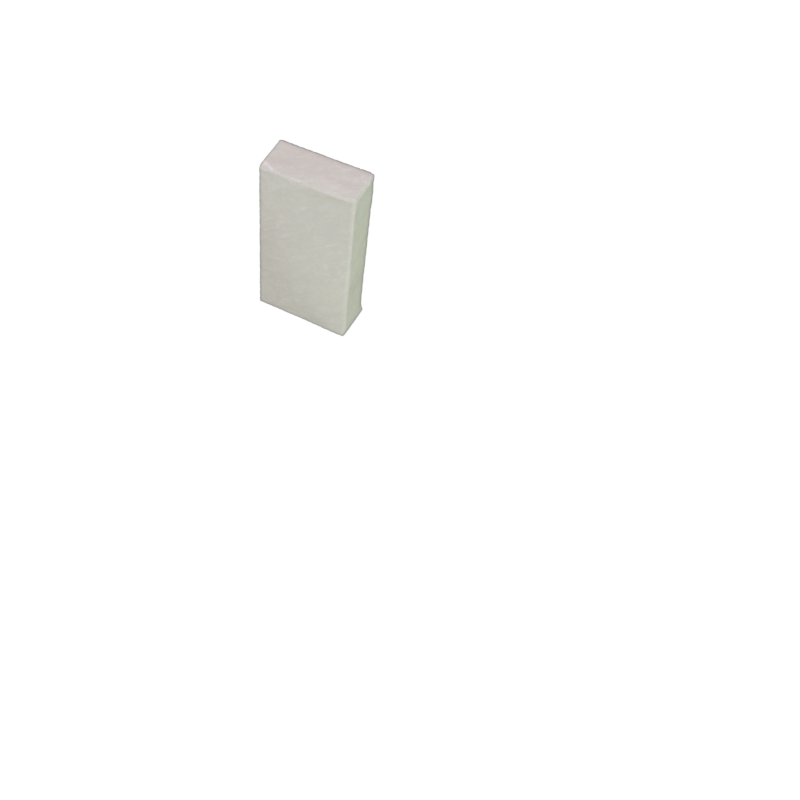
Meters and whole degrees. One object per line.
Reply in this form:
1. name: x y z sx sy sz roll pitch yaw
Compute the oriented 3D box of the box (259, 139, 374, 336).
1. box: -0.077 -0.140 0.982 0.096 0.050 0.164 24 -35 14
